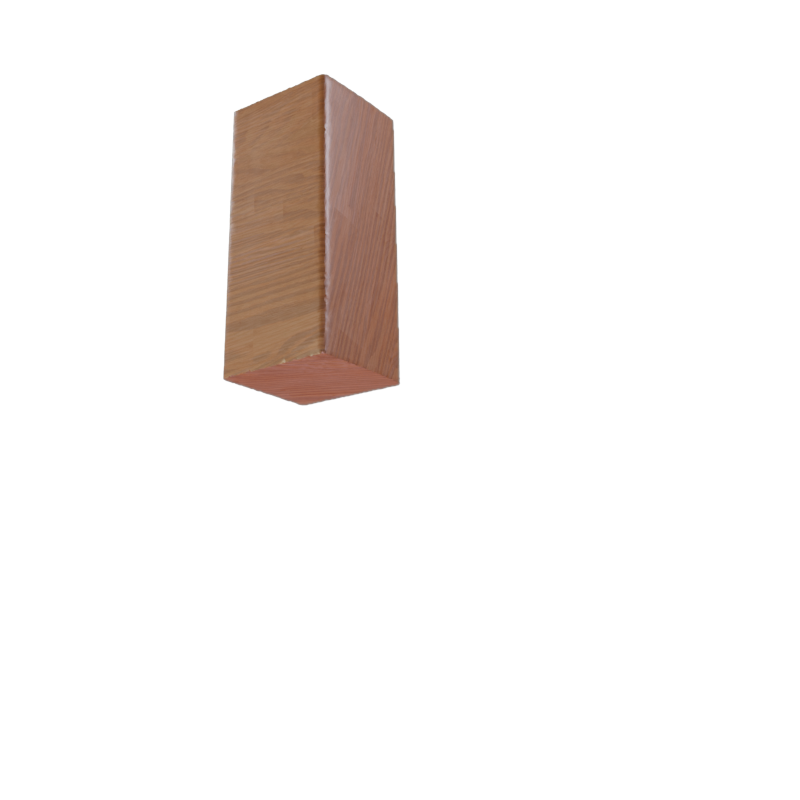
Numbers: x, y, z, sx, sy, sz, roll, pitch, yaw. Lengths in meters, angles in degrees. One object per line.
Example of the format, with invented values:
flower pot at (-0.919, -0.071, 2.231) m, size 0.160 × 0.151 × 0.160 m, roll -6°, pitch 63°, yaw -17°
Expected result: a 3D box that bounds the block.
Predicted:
block at (-0.061, -0.113, 0.789) m, size 0.092 × 0.217 × 0.084 m, roll -16°, pitch -26°, yaw 33°
